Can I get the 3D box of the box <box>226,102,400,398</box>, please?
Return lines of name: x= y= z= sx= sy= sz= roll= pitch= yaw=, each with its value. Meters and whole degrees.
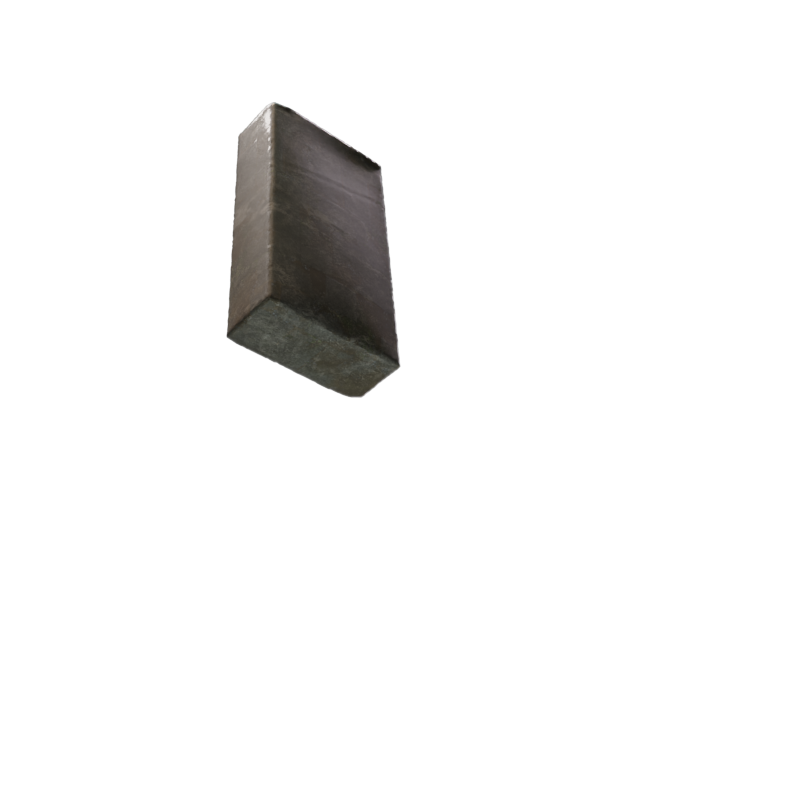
box: x=-0.051 y=-0.094 z=0.656 sx=0.088 sy=0.189 sz=0.047 roll=26 pitch=-49 yaw=-30
